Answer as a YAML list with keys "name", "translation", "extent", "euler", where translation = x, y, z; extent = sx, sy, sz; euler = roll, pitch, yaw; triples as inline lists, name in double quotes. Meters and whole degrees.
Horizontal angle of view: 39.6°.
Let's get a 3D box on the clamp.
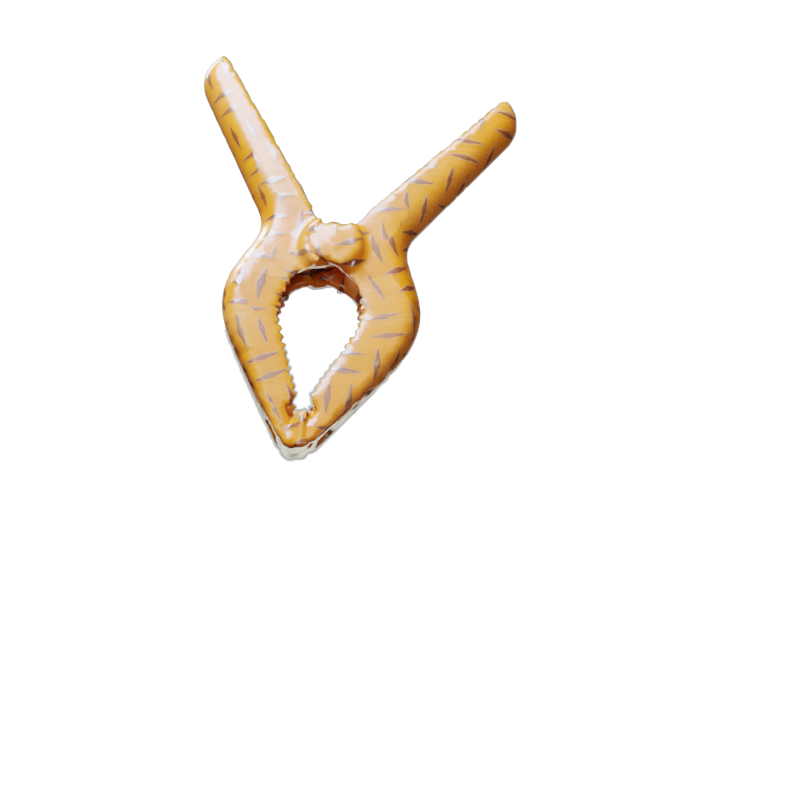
- name: "clamp"
  translation: [-0.043, -0.078, 0.549]
  extent: [0.167, 0.219, 0.034]
  euler: [14, -23, 6]
